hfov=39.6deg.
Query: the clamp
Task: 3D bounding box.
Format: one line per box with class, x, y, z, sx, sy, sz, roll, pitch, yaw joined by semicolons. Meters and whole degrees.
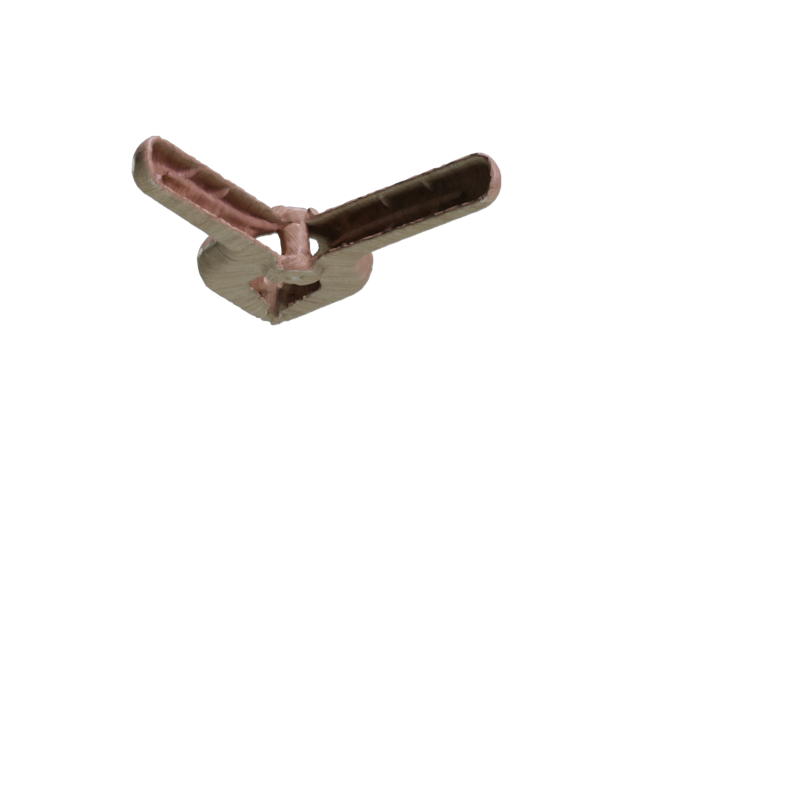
clamp;-0.045;-0.081;0.570;0.164;0.038;0.203;1;-14;-5
